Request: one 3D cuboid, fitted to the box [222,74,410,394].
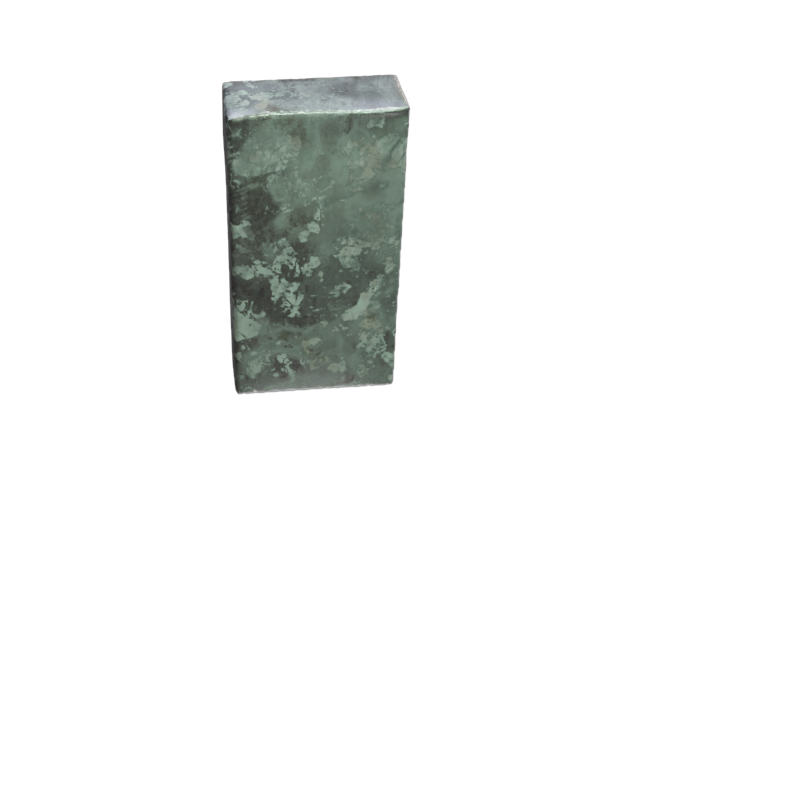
[{"bbox_3d":[-0.047,-0.085,0.595,0.093,0.165,0.052,-3,39,-7],"label":"box"}]
